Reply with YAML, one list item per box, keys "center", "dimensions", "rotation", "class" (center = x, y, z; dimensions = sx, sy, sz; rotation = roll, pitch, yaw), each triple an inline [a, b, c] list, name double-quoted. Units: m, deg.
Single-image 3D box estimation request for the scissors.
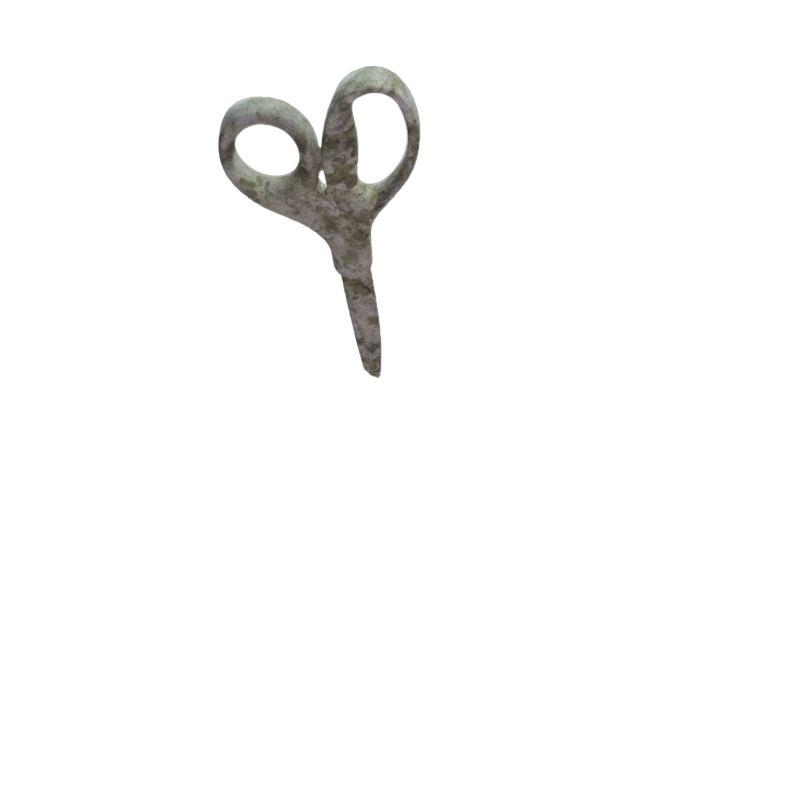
- center: [-0.041, -0.075, 0.524]
  dimensions: [0.095, 0.017, 0.190]
  rotation: [6, -40, -8]
  class: "scissors"
